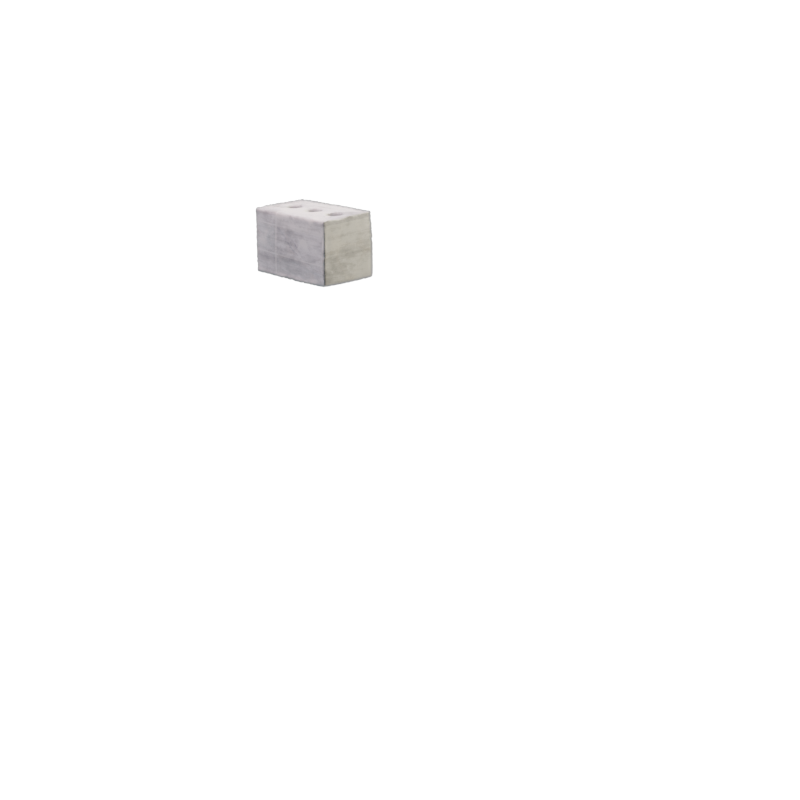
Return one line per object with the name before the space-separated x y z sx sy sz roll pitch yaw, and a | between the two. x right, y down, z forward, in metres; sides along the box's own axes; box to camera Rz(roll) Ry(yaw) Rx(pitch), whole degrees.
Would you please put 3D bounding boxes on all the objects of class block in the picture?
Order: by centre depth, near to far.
block | -0.066 -0.121 0.849 0.082 0.050 0.052 16 22 41
